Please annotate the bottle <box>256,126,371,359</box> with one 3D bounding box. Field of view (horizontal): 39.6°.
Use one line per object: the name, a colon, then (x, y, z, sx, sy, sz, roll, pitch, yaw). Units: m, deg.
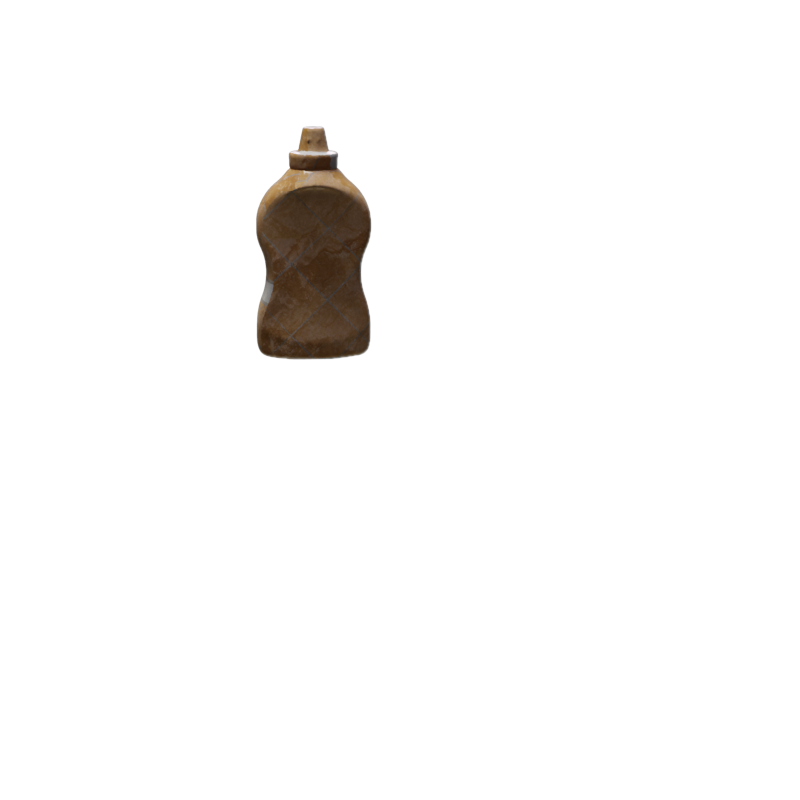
bottle: (-0.073, -0.133, 0.929, 0.096, 0.186, 0.060, 0, 12, -4)
